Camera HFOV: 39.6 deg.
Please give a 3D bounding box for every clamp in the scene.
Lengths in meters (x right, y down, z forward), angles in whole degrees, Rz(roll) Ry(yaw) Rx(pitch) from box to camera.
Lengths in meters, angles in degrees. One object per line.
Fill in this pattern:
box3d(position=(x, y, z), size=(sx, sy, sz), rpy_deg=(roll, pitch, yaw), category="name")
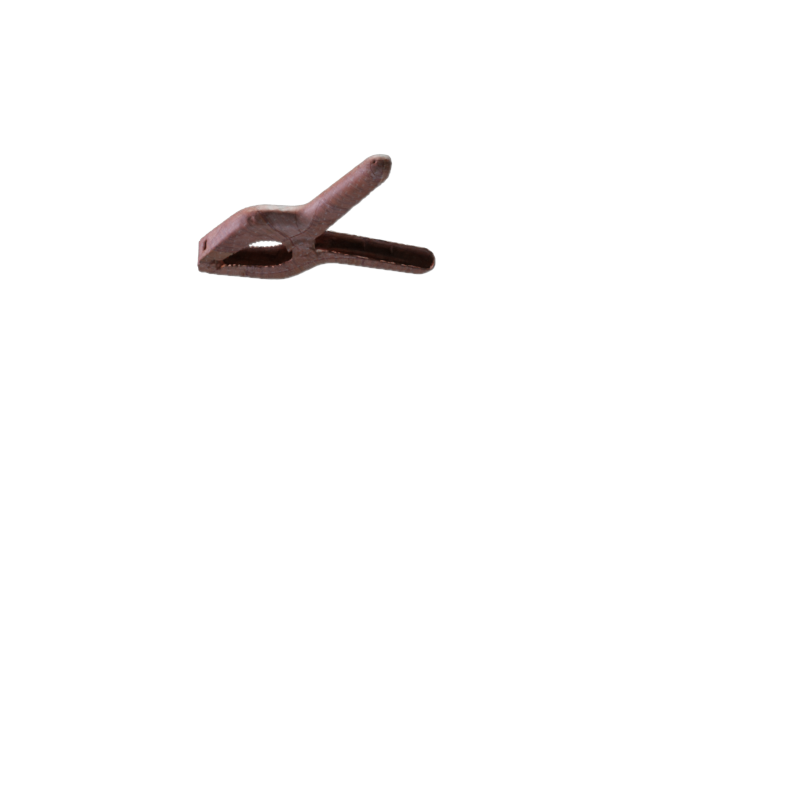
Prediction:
box3d(position=(-0.077, -0.141, 0.984), size=(0.213, 0.039, 0.152), rpy_deg=(-12, -32, 20), category="clamp")
